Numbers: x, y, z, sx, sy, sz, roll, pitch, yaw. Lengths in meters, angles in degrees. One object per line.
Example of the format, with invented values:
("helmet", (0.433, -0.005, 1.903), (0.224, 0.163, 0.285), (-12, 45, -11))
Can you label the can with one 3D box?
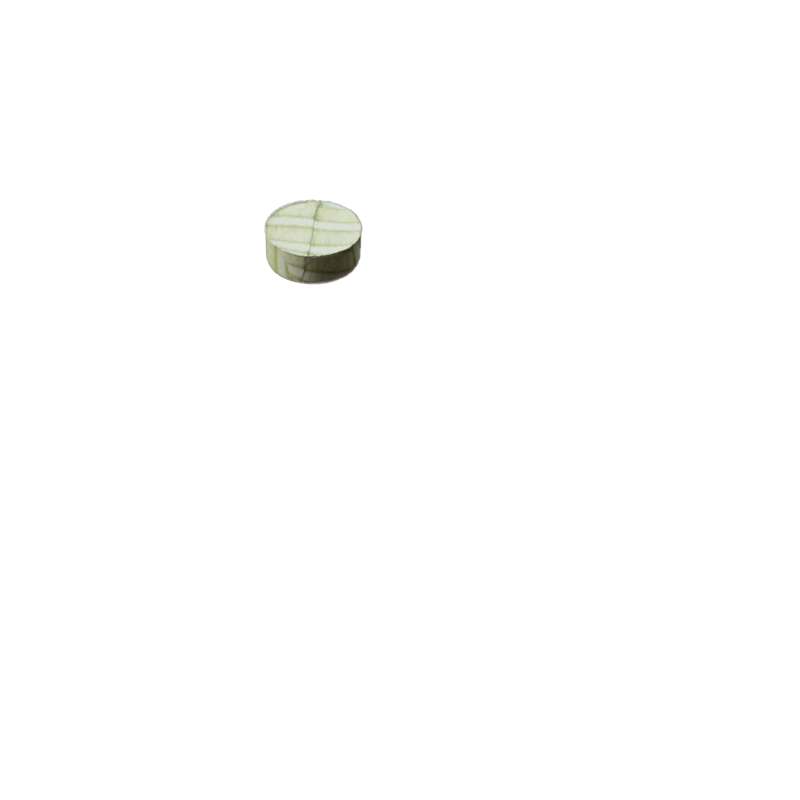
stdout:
("can", (-0.077, -0.140, 0.978), (0.086, 0.031, 0.092), (-1, 40, -2))
